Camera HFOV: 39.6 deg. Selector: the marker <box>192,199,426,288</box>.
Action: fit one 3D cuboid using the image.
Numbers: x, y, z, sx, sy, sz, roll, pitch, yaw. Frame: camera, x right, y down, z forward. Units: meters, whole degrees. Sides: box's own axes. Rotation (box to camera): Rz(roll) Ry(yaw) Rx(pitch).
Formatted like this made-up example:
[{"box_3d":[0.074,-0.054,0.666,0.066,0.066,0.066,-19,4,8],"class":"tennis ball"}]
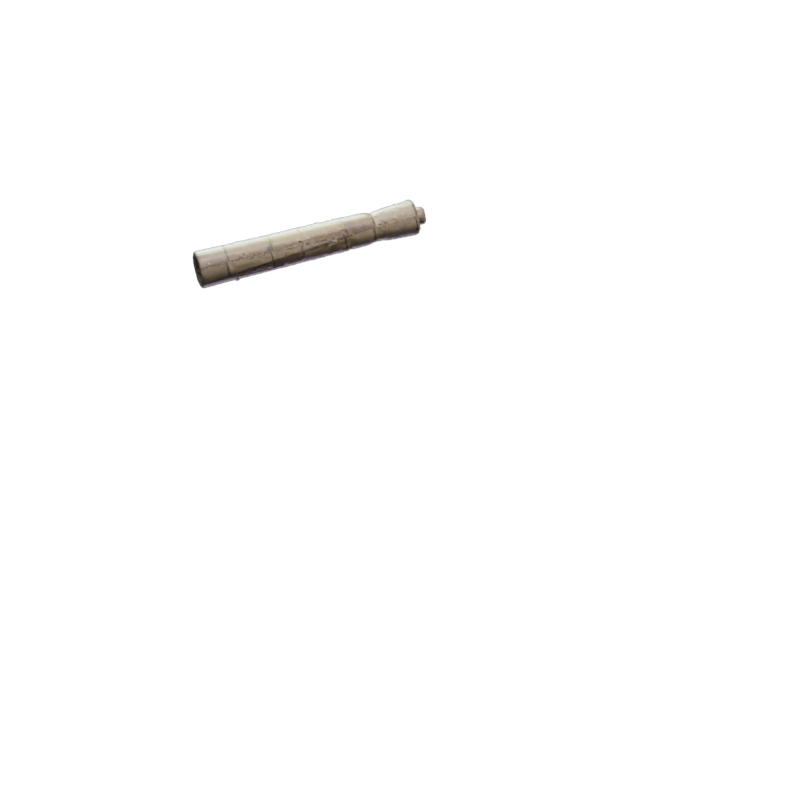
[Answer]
[{"box_3d":[-0.044,-0.080,0.557,0.120,0.019,0.020,-16,9,-15],"class":"marker"}]
